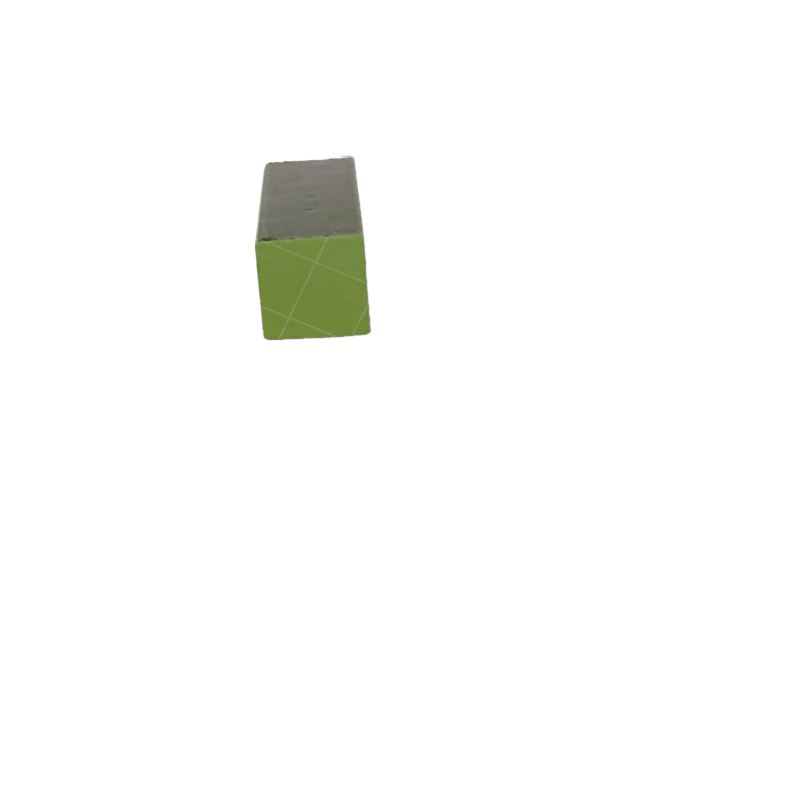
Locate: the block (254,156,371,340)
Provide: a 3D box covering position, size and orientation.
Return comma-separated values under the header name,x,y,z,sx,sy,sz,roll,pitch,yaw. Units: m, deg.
name,x,y,z,sx,sy,sz,roll,pitch,yaw
block,-0.078,-0.140,0.984,0.090,0.086,0.218,-4,28,-2
